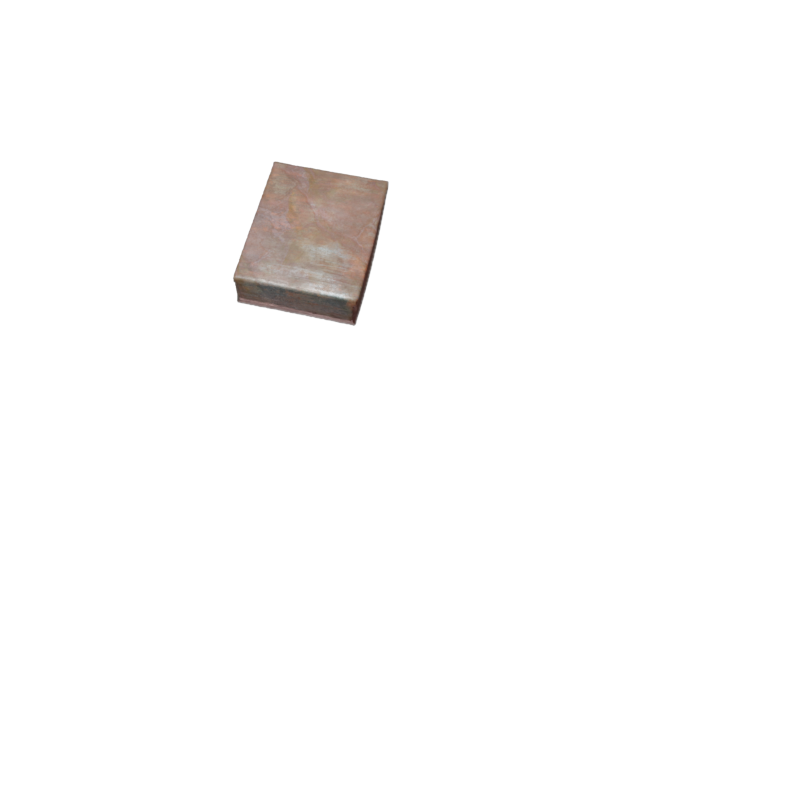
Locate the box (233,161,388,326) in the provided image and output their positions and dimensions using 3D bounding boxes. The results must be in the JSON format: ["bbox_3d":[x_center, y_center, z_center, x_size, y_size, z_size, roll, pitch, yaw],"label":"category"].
[{"bbox_3d":[-0.063,-0.115,0.808,0.091,0.120,0.036,10,-34,6],"label":"box"}]
